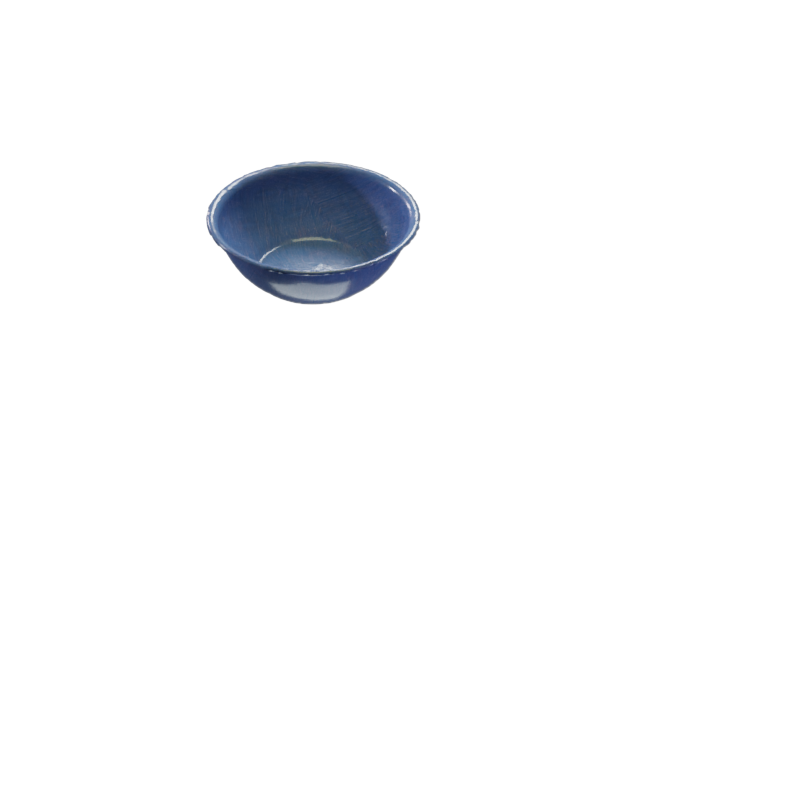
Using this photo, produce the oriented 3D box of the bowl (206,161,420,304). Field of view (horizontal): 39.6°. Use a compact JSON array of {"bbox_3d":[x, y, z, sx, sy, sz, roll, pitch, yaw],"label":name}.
[{"bbox_3d":[-0.067,-0.122,0.853,0.162,0.051,0.173,-1,38,-2],"label":"bowl"}]
